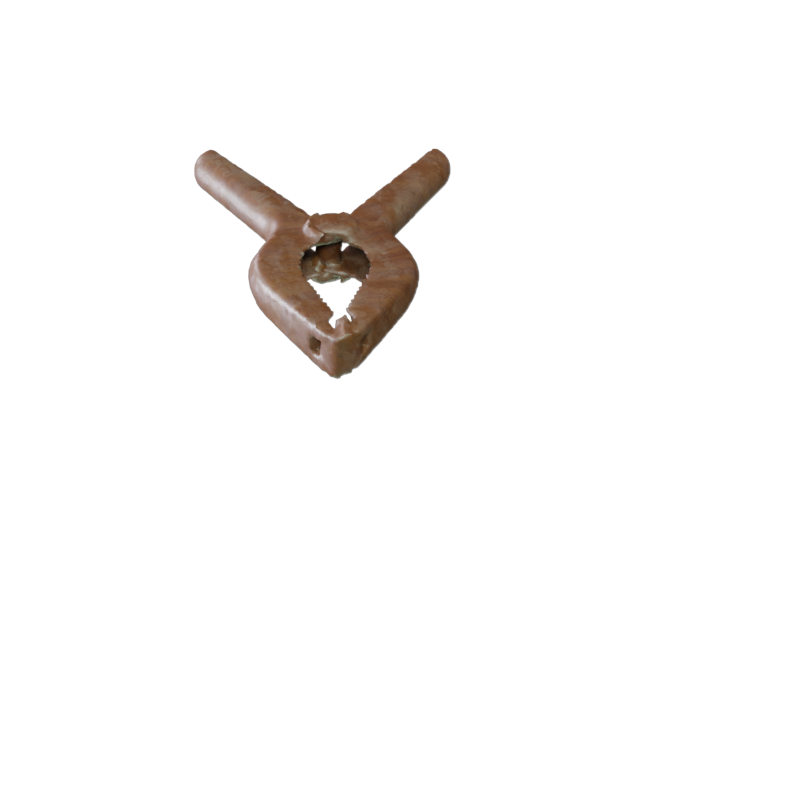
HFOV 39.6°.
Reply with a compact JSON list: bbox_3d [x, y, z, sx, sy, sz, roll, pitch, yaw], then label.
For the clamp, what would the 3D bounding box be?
[{"bbox_3d":[-0.051,-0.092,0.648,0.165,0.034,0.224,1,39,1],"label":"clamp"}]
